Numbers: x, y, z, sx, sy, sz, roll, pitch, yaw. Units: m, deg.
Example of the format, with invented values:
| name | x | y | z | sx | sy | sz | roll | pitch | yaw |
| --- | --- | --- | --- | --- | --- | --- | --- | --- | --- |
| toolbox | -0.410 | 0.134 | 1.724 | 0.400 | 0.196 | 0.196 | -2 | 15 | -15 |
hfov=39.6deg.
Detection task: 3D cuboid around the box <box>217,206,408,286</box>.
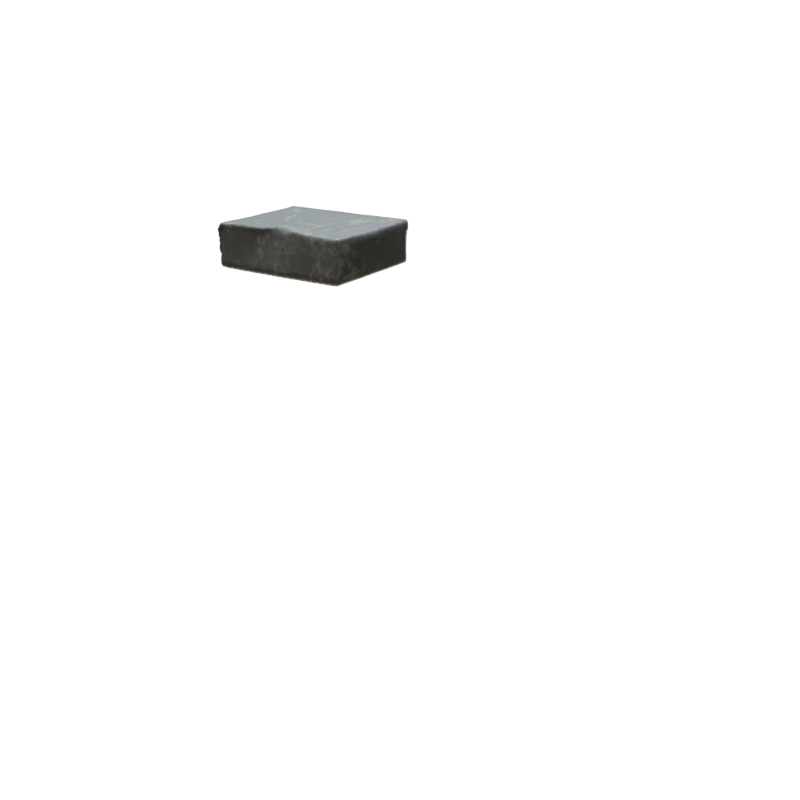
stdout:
| name | x | y | z | sx | sy | sz | roll | pitch | yaw |
| --- | --- | --- | --- | --- | --- | --- | --- | --- | --- |
| box | -0.052 | -0.094 | 0.660 | 0.094 | 0.029 | 0.072 | 13 | 22 | 33 |
